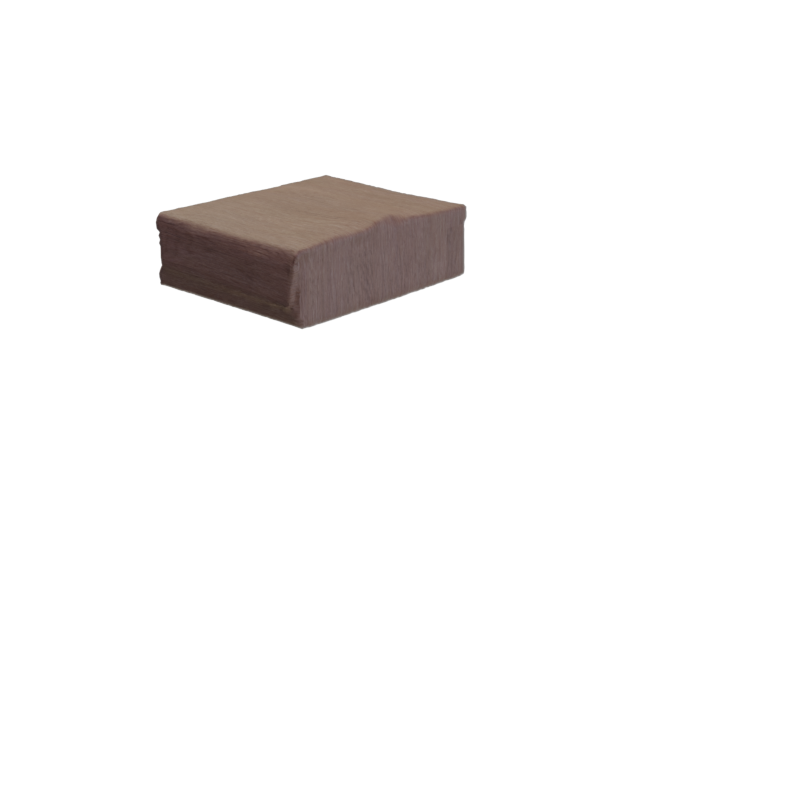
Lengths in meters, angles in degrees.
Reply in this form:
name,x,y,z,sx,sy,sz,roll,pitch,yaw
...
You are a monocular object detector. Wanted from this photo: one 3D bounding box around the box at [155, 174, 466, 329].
name,x,y,z,sx,sy,sz,roll,pitch,yaw
box,-0.031,-0.057,0.400,0.077,0.029,0.088,19,29,39
